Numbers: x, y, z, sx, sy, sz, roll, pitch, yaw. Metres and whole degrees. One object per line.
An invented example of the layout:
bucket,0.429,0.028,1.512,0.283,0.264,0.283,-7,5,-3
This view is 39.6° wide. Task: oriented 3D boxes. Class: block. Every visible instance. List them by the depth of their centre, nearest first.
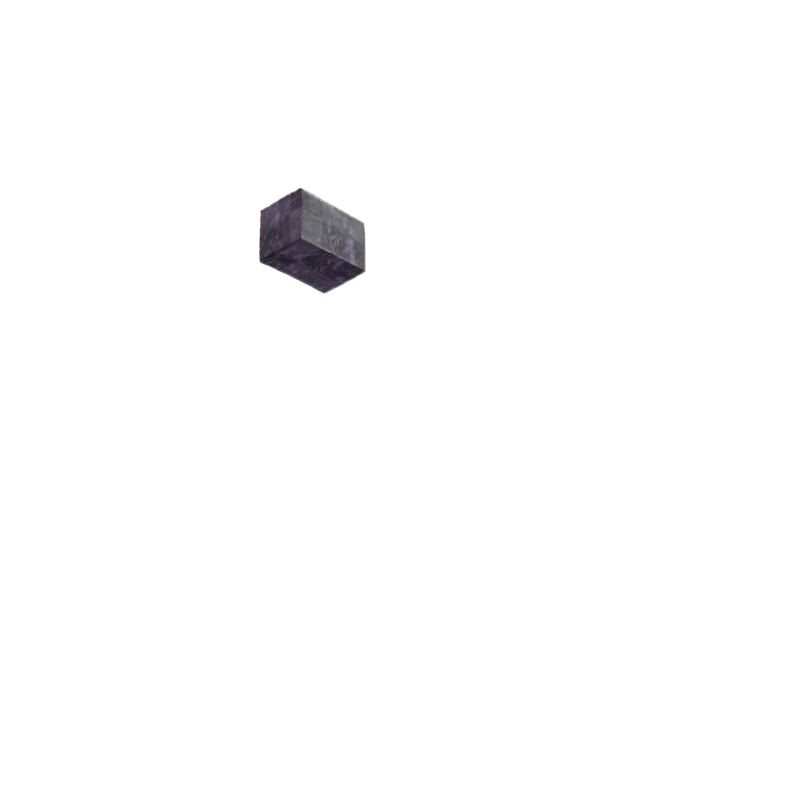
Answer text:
block,-0.073,-0.133,0.932,0.053,0.054,0.073,-25,-36,37
